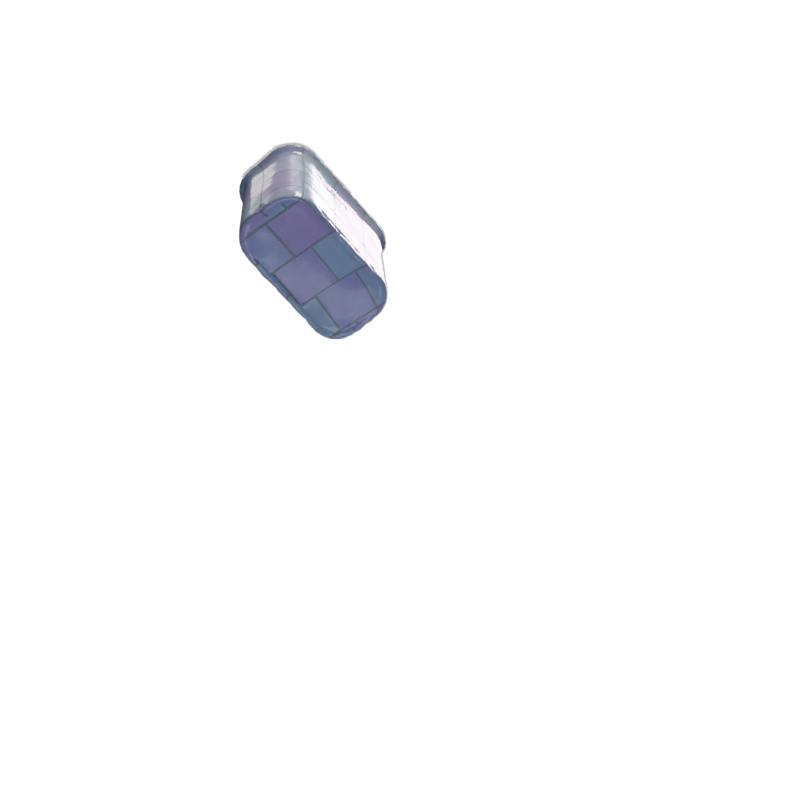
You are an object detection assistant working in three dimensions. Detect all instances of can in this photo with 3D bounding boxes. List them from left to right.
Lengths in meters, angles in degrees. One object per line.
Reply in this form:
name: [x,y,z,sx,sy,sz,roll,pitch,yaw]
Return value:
can: [-0.053,-0.097,0.677,0.057,0.097,0.089,-37,22,16]
